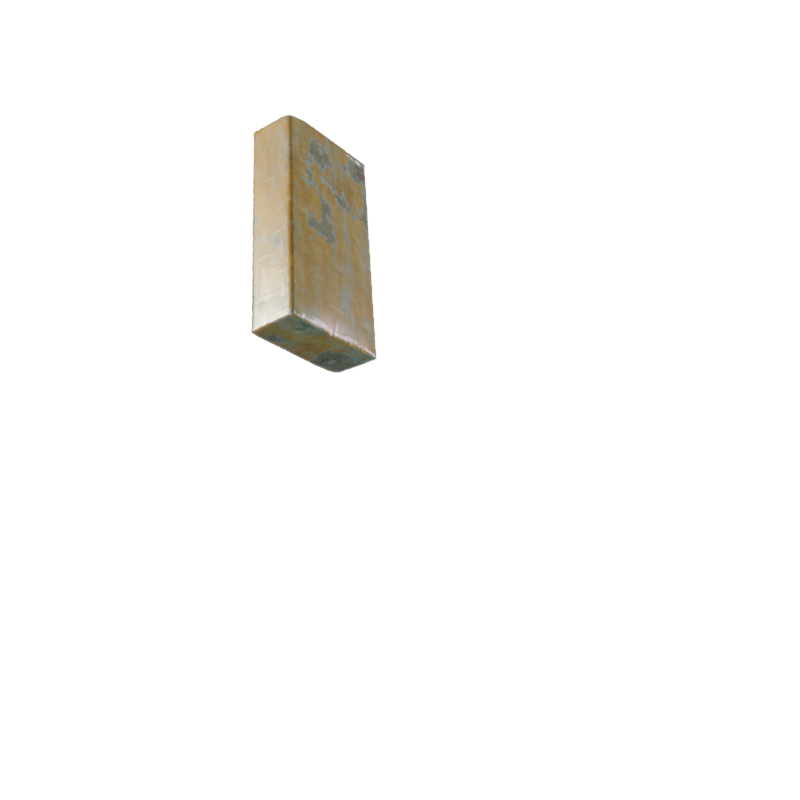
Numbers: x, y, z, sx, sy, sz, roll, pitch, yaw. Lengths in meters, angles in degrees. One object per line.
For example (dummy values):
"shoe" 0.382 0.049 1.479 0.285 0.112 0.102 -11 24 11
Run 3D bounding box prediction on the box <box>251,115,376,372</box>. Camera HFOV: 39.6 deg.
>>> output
"box" -0.064 -0.117 0.816 0.048 0.188 0.087 -24 -35 33
